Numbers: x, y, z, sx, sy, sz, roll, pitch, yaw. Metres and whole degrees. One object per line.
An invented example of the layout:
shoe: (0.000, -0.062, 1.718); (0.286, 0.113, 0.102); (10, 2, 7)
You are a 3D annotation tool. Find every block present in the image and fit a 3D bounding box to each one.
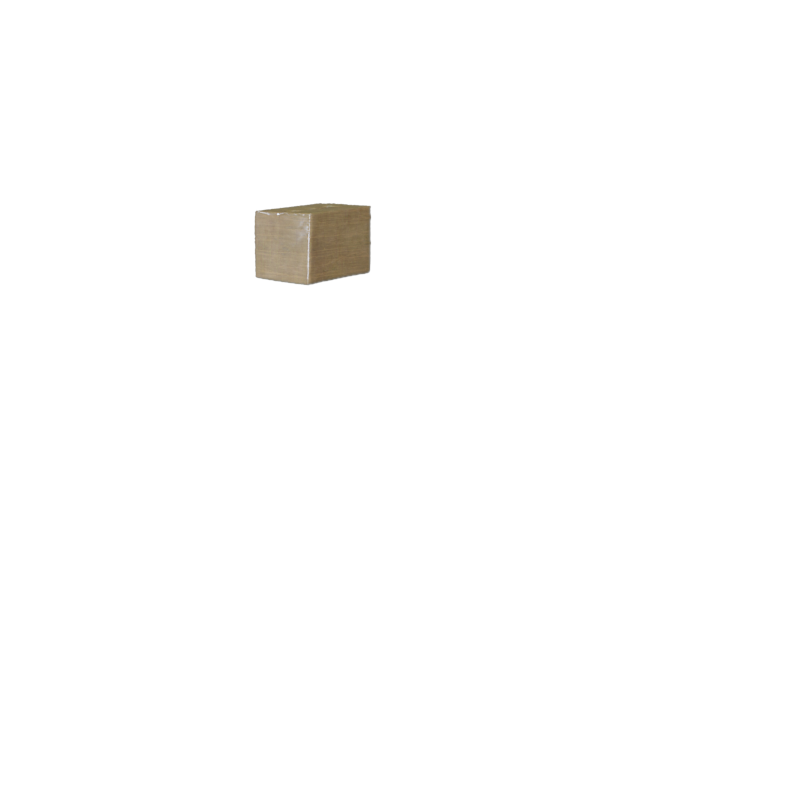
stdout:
block: (-0.064, -0.117, 0.820); (0.055, 0.050, 0.076); (8, 15, 33)
